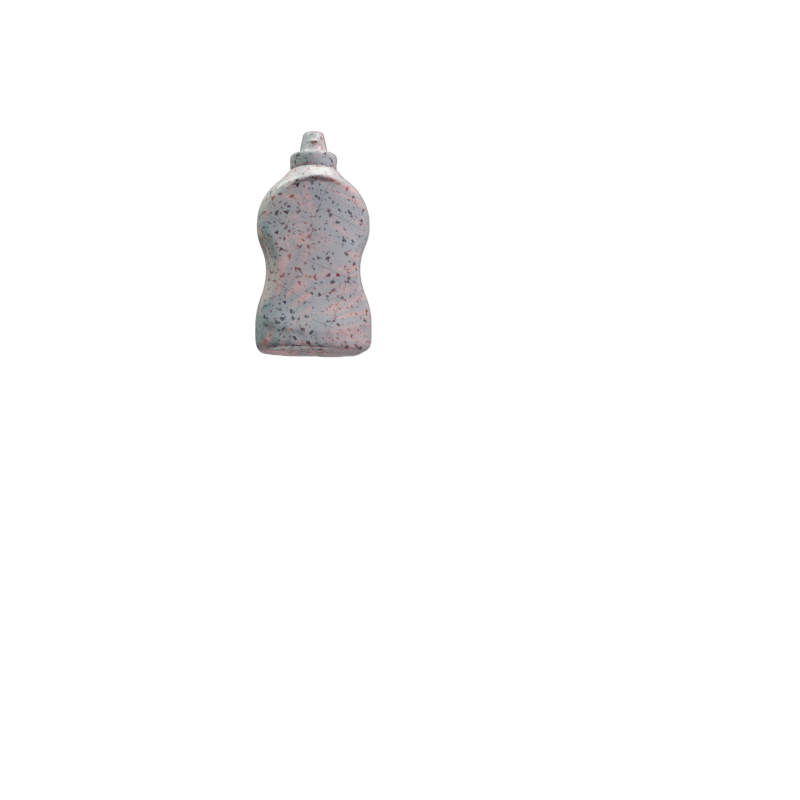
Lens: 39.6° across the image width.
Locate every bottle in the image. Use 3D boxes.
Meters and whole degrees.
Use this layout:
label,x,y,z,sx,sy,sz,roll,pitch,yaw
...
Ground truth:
label,x,y,z,sx,sy,sz,roll,pitch,yaw
bottle,-0.074,-0.135,0.943,0.095,0.197,0.057,1,-12,-10
